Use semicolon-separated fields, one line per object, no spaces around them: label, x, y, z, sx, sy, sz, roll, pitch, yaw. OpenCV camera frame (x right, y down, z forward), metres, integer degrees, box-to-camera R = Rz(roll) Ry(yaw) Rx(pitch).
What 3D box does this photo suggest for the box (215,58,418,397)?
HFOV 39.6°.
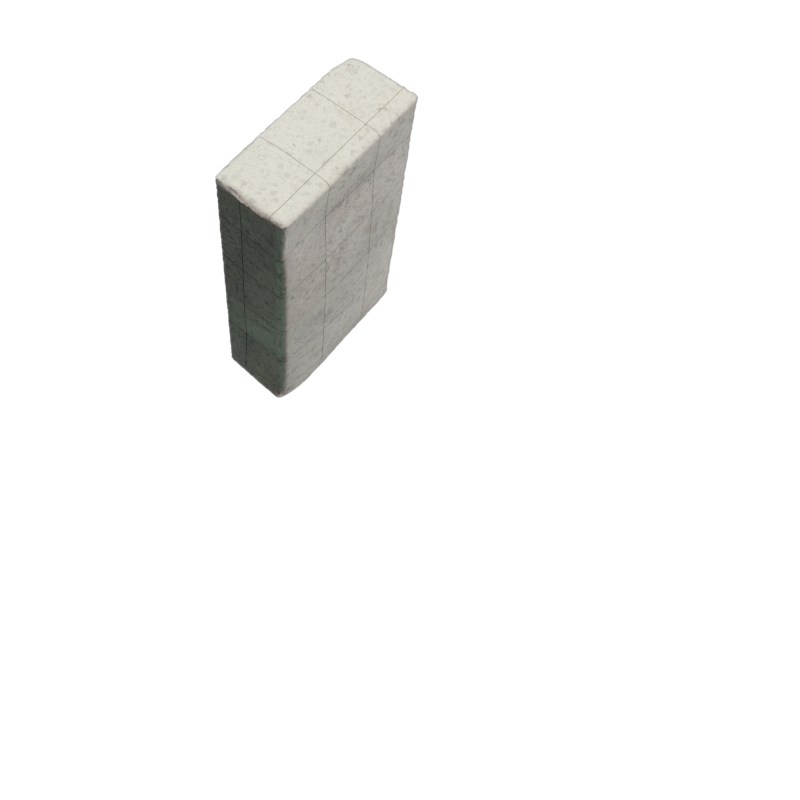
box;-0.043;-0.078;0.541;0.050;0.095;0.166;36;-24;14
